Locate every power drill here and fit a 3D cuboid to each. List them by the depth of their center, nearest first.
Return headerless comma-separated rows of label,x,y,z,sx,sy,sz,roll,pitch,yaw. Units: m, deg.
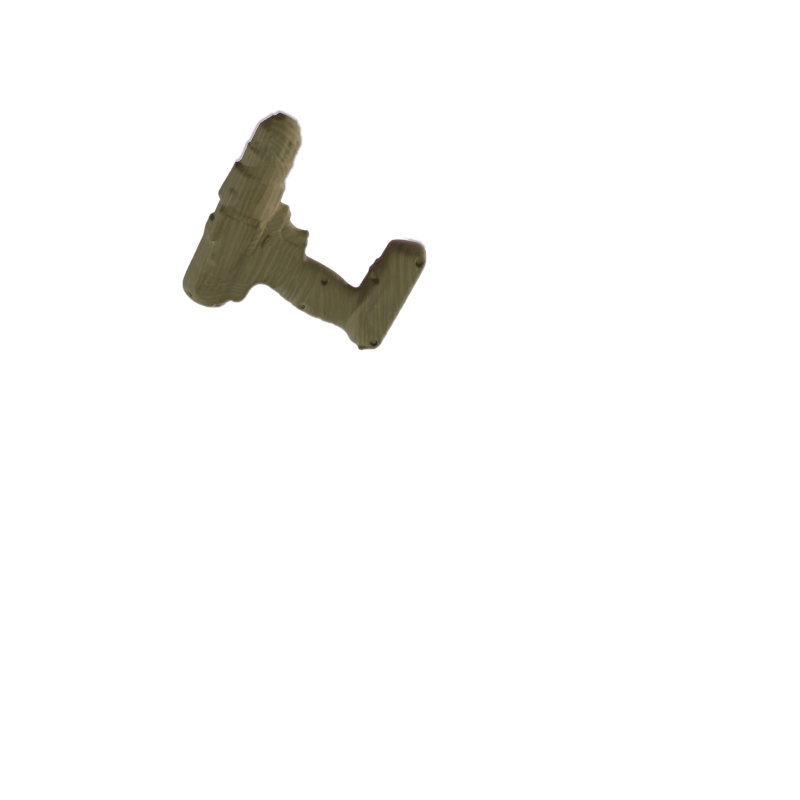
power drill,-0.076,-0.138,0.969,0.184,0.179,0.060,25,20,-10
